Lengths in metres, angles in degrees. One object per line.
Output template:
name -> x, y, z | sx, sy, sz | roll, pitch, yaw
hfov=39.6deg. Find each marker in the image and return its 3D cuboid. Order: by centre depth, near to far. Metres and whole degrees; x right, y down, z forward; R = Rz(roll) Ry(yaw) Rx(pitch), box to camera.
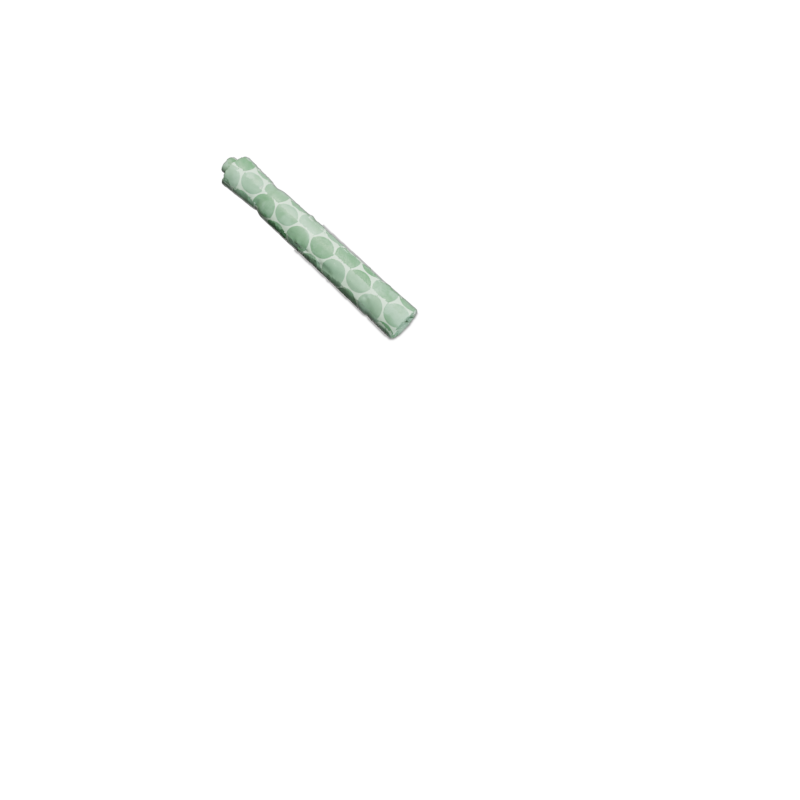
marker -> -0.042, -0.076, 0.533 | 0.126, 0.019, 0.019 | 44, 17, 16
